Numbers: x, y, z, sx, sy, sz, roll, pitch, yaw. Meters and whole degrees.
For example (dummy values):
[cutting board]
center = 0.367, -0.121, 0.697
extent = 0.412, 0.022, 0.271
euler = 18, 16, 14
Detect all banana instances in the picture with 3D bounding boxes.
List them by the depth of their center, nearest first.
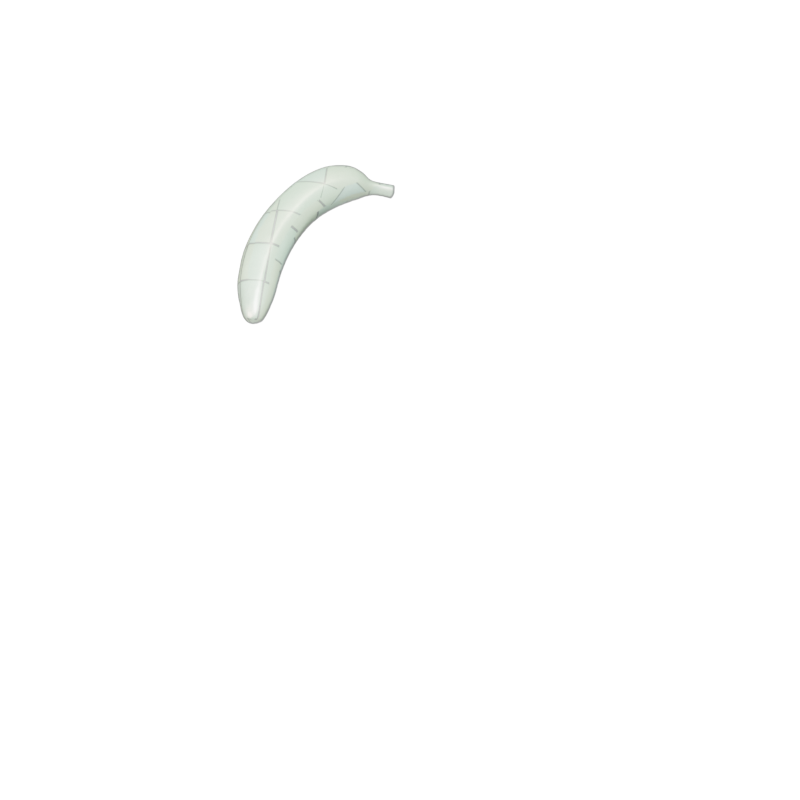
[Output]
[banana]
center = -0.087, -0.148, 0.955
extent = 0.073, 0.202, 0.034
euler = 31, -31, 20
